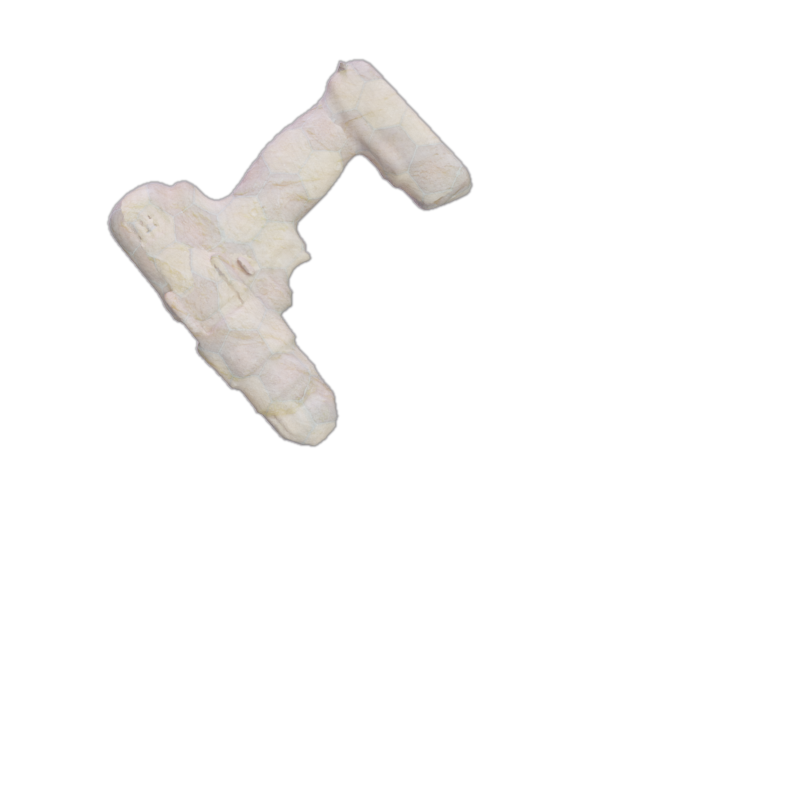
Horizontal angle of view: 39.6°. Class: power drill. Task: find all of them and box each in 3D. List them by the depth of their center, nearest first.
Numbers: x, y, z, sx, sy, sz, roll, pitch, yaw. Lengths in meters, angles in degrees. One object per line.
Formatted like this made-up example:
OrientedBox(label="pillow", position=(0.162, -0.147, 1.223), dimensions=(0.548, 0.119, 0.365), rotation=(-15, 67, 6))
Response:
OrientedBox(label="power drill", position=(-0.051, -0.093, 0.654), dimensions=(0.188, 0.187, 0.056), rotation=(-40, -5, -4))
